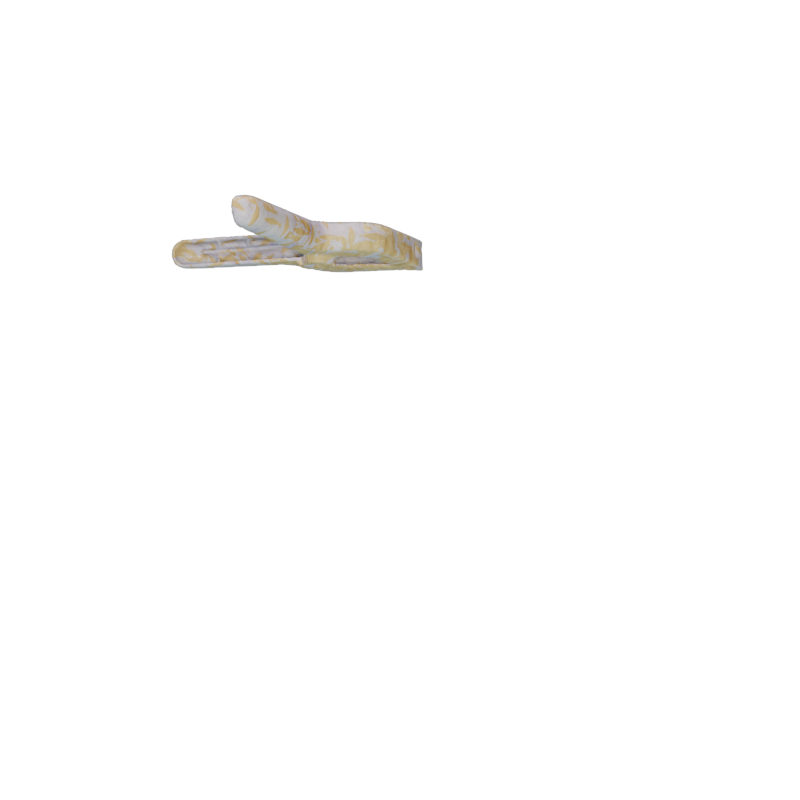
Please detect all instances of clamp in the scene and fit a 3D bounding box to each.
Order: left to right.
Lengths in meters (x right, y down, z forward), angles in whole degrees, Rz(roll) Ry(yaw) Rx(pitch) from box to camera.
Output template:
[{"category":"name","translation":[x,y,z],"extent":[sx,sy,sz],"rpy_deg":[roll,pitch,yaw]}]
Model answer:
[{"category":"clamp","translation":[-0.072,-0.131,0.917],"extent":[0.205,0.037,0.165],"rpy_deg":[2,-7,-18]}]
